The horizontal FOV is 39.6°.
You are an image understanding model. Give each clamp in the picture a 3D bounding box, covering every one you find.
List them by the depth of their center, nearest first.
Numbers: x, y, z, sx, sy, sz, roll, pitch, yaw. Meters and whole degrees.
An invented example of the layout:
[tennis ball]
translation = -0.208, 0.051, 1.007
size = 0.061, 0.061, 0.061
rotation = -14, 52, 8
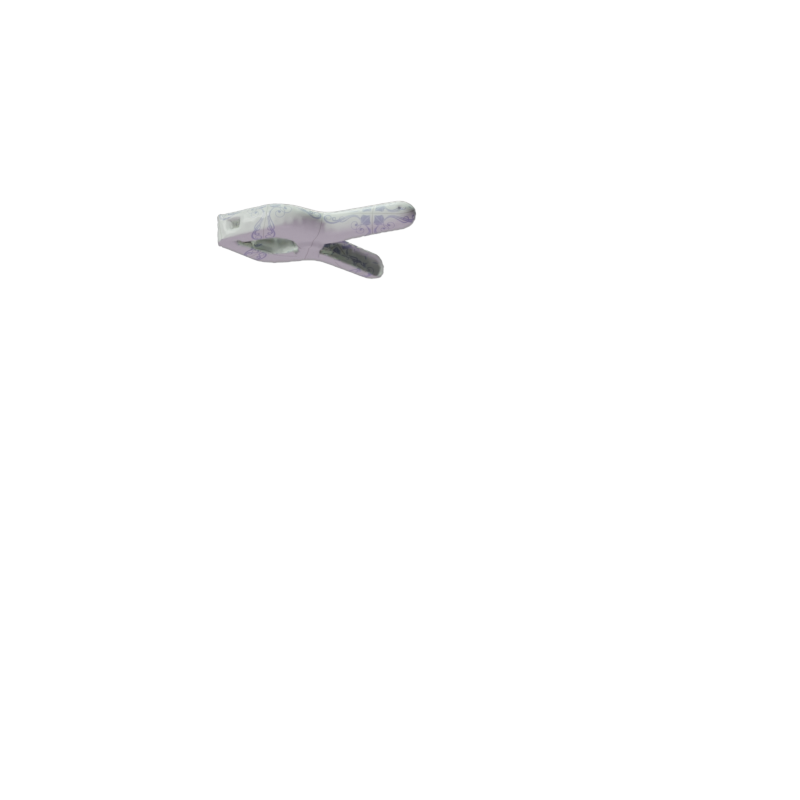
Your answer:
[clamp]
translation = -0.078, -0.142, 0.994
size = 0.171, 0.042, 0.113
rotation = 2, -29, -4
